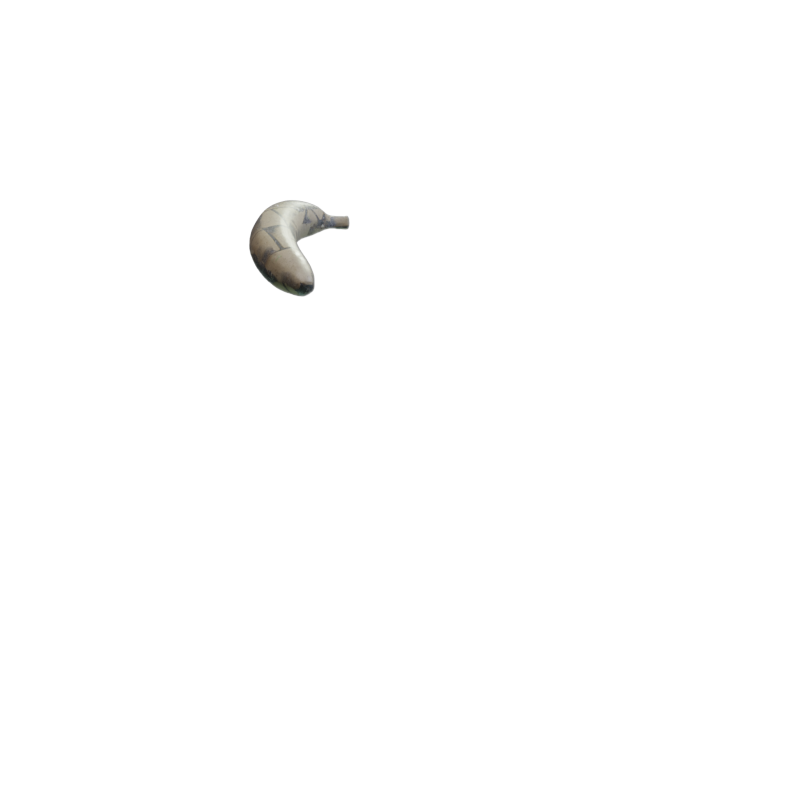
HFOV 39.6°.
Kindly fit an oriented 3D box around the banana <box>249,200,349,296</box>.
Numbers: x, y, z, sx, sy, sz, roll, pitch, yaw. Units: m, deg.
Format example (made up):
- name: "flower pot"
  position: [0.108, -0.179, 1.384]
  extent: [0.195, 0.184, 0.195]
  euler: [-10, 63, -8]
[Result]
- name: "banana"
  position: [-0.087, -0.129, 0.891]
  extent: [0.070, 0.035, 0.205]
  euler: [3, 25, 6]
